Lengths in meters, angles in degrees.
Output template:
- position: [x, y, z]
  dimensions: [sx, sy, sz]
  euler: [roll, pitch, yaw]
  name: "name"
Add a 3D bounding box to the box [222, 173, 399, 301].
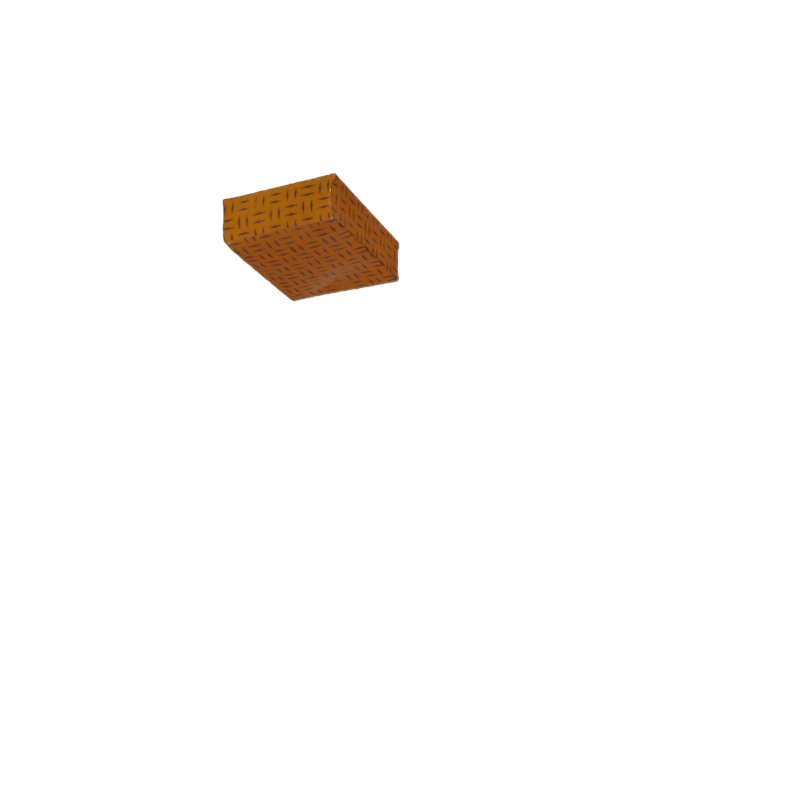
- position: [-0.062, -0.113, 0.794]
  dimensions: [0.091, 0.041, 0.106]
  euler: [-9, -22, 23]
  name: "box"
